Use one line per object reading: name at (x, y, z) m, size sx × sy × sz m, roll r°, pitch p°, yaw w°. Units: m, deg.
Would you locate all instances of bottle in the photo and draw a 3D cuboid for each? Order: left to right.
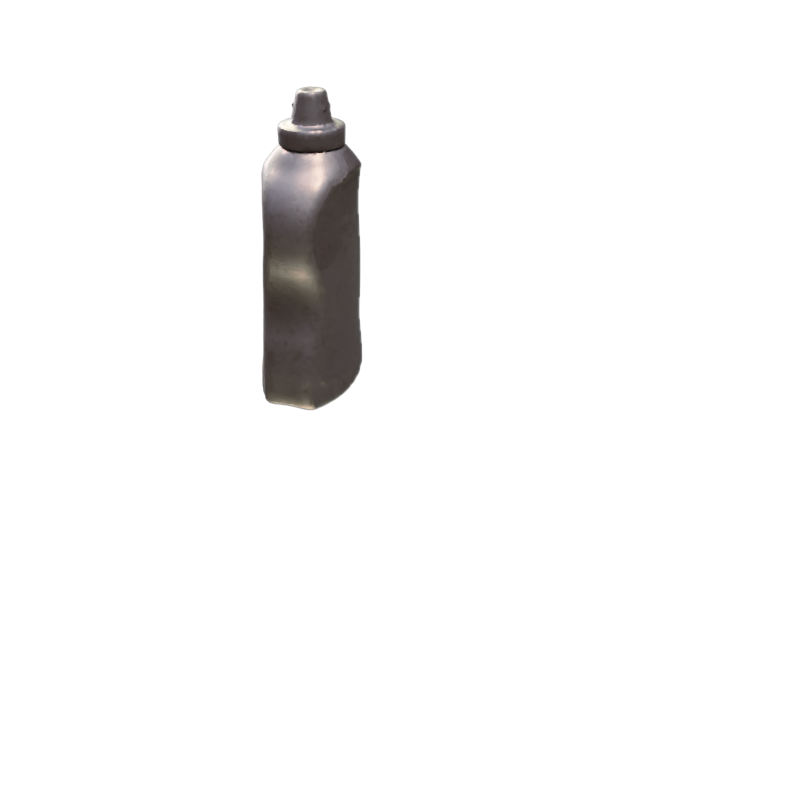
bottle at (-0.054, -0.098, 0.687) m, size 0.060 × 0.182 × 0.098 m, roll 9°, pitch 24°, yaw 16°
